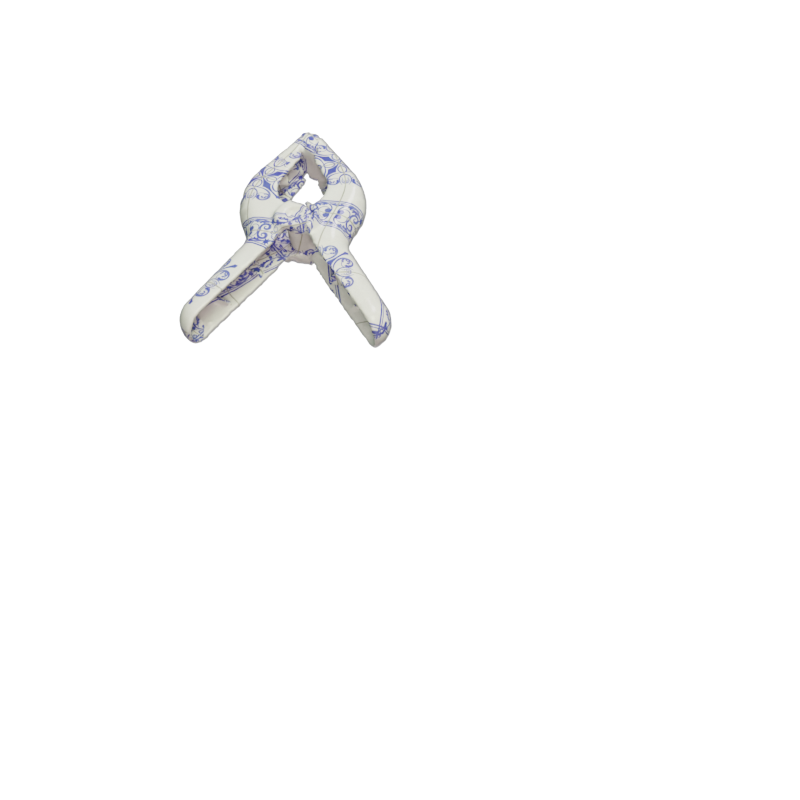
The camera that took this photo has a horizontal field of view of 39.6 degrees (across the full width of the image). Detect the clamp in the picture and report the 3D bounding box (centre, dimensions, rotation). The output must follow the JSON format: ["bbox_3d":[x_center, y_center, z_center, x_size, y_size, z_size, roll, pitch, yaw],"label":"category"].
[{"bbox_3d":[-0.053,-0.096,0.673,0.122,0.181,0.037,10,-37,7],"label":"clamp"}]
